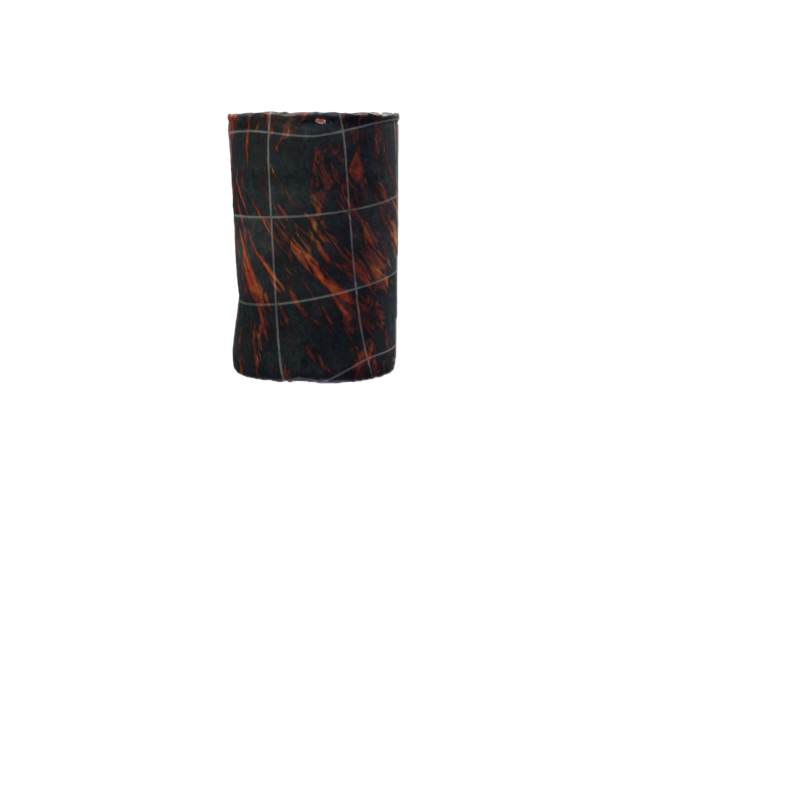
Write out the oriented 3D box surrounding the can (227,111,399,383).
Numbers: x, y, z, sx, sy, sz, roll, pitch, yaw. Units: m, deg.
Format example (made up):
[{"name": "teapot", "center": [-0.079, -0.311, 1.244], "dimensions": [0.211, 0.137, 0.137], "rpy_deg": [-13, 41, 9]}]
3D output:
[{"name": "can", "center": [-0.035, -0.063, 0.442], "dimensions": [0.068, 0.101, 0.070], "rpy_deg": [0, 7, -2]}]
